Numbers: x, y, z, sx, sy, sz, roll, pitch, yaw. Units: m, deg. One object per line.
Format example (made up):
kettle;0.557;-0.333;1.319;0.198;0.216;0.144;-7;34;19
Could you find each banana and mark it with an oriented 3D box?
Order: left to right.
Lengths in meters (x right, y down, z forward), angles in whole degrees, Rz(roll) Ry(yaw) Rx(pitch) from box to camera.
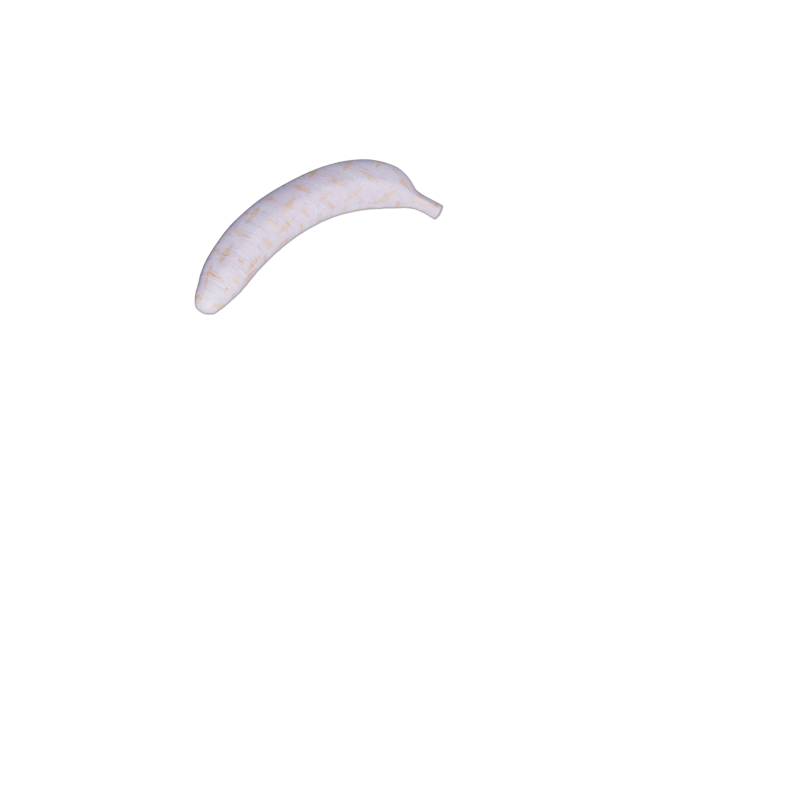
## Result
banana;-0.067;-0.127;0.791;0.197;0.075;0.034;-26;-29;-17
